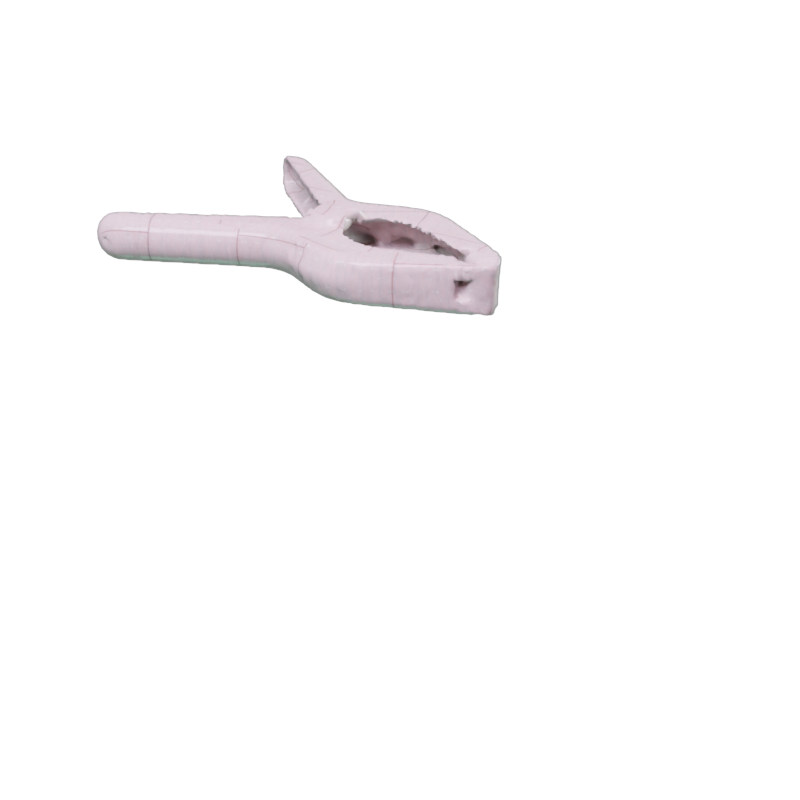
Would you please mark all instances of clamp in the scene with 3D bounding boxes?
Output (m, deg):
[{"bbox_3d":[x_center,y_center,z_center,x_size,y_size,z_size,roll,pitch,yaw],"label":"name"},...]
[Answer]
[{"bbox_3d":[-0.046,-0.084,0.589,0.224,0.034,0.163,25,37,38],"label":"clamp"}]
